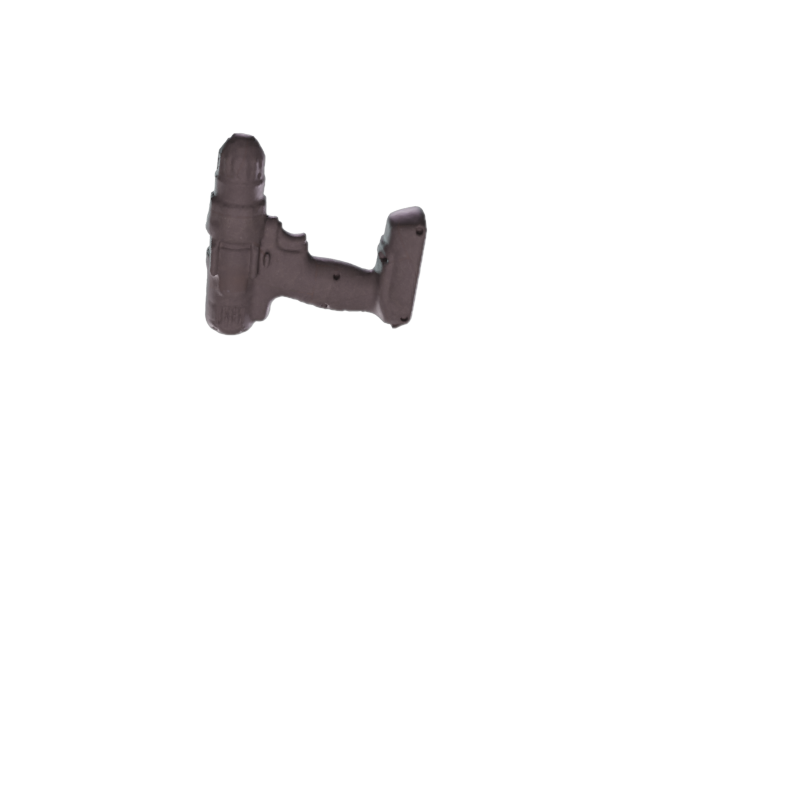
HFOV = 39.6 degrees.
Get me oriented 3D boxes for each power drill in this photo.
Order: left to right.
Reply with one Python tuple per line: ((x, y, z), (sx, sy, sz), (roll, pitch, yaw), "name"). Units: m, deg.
((-0.075, -0.137, 0.962), (0.187, 0.175, 0.061), (6, 28, -4), "power drill")
